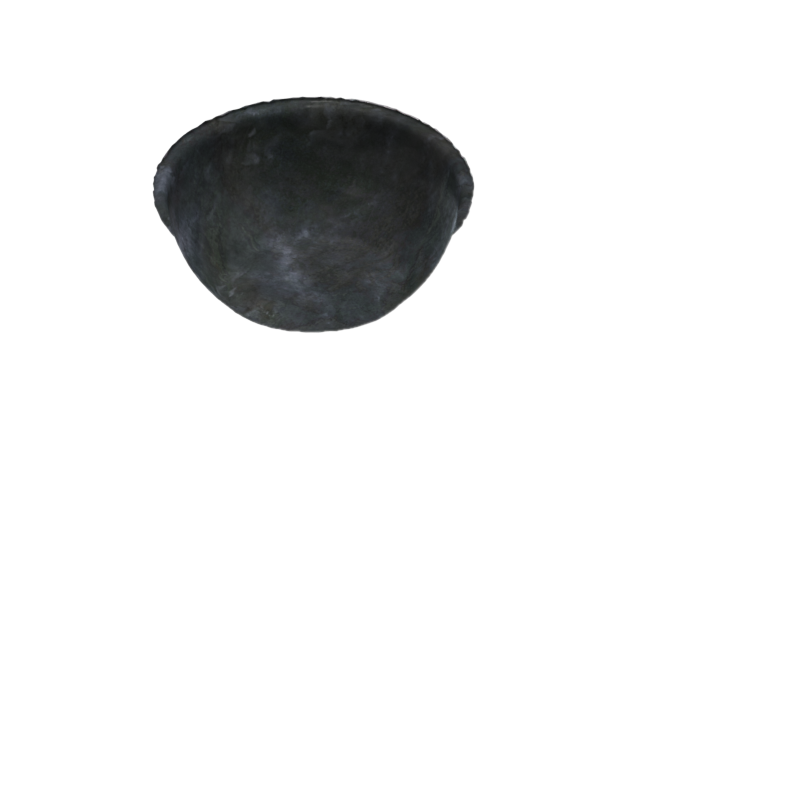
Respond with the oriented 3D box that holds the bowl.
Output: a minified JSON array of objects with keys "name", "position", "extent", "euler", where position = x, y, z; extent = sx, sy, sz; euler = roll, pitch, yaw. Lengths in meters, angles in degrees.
[{"name":"bowl","position":[-0.043,-0.078,0.548],"extent":[0.162,0.059,0.152],"euler":[1,-27,-2]}]
